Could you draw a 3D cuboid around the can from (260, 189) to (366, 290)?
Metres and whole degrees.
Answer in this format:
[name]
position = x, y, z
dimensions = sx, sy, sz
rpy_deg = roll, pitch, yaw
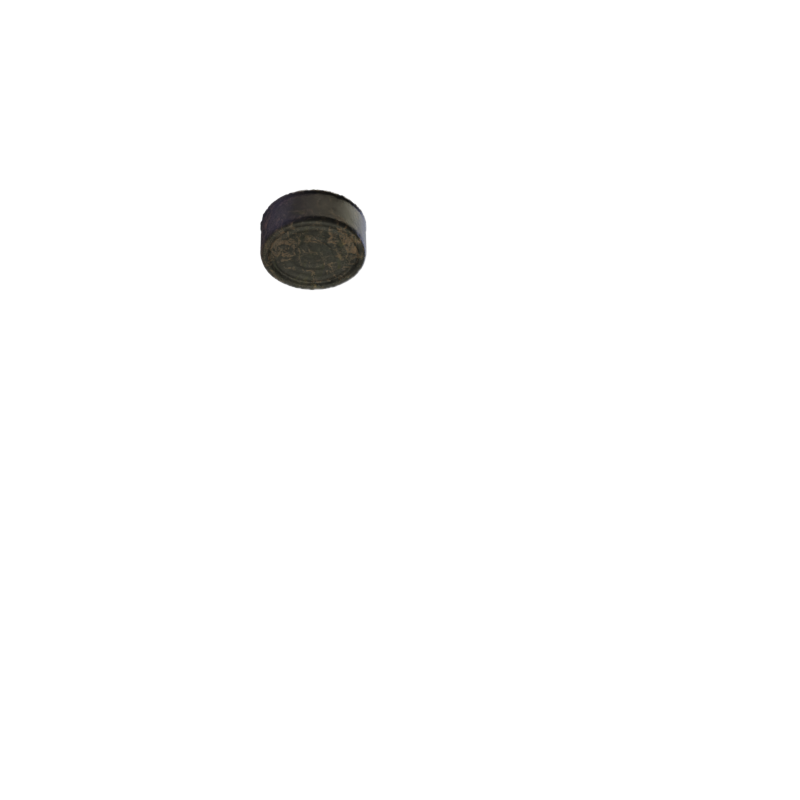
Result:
[can]
position = -0.069, -0.126, 0.885
dimensions = 0.086, 0.036, 0.080
rpy_deg = 1, -38, -2
